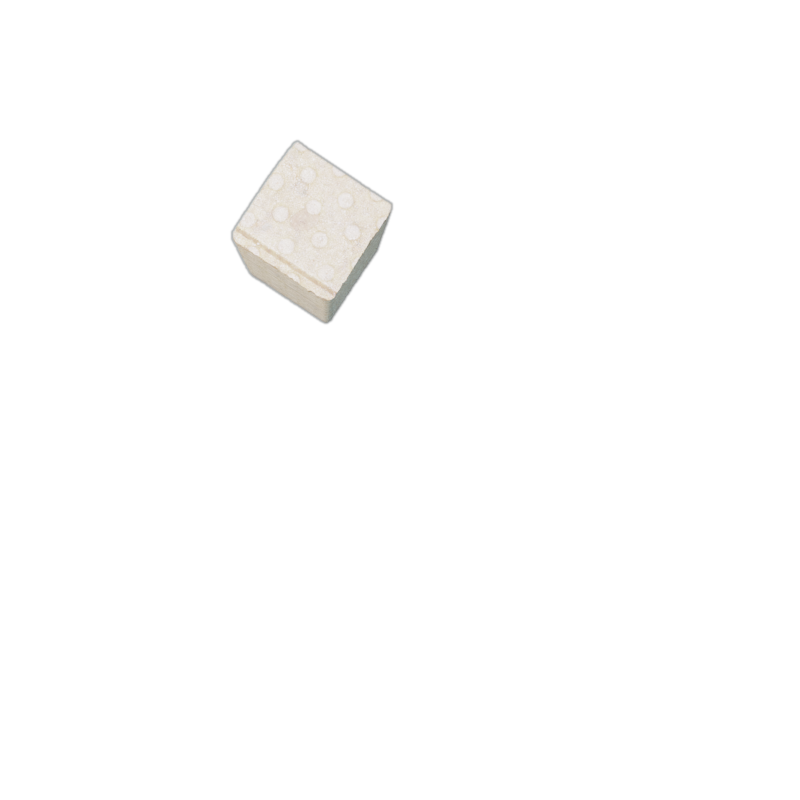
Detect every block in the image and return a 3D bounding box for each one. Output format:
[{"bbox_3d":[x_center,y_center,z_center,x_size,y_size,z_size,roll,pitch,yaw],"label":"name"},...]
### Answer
[{"bbox_3d":[-0.072,-0.130,0.913,0.091,0.091,0.204,34,-4,-2],"label":"block"}]
